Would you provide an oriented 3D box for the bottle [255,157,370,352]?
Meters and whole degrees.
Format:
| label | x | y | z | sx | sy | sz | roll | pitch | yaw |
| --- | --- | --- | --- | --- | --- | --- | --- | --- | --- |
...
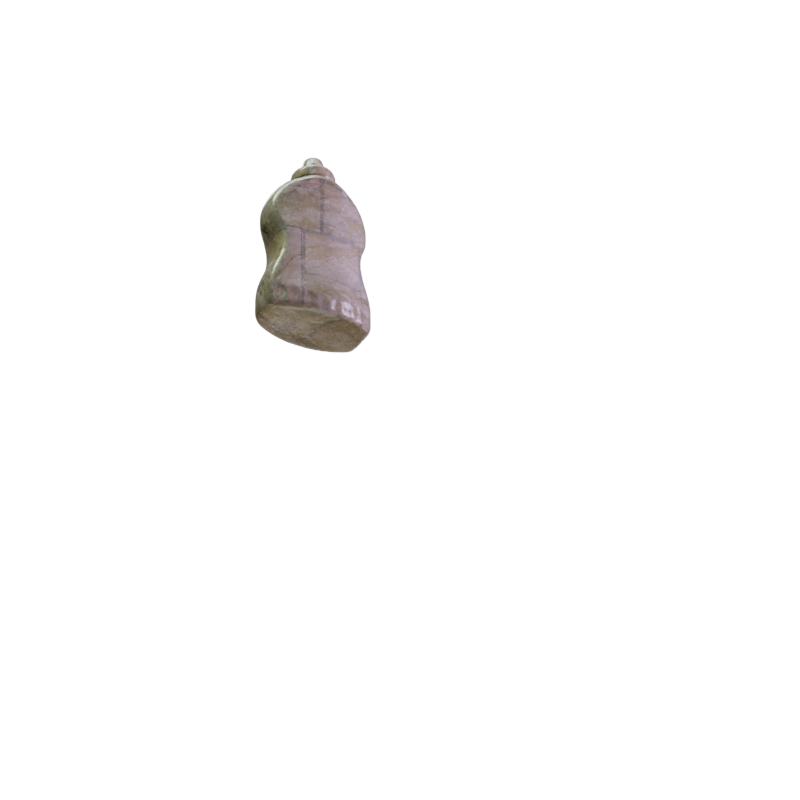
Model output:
| label | x | y | z | sx | sy | sz | roll | pitch | yaw |
| --- | --- | --- | --- | --- | --- | --- | --- | --- | --- |
| bottle | -0.076 | -0.138 | 0.966 | 0.092 | 0.205 | 0.056 | 15 | -40 | -22 |
